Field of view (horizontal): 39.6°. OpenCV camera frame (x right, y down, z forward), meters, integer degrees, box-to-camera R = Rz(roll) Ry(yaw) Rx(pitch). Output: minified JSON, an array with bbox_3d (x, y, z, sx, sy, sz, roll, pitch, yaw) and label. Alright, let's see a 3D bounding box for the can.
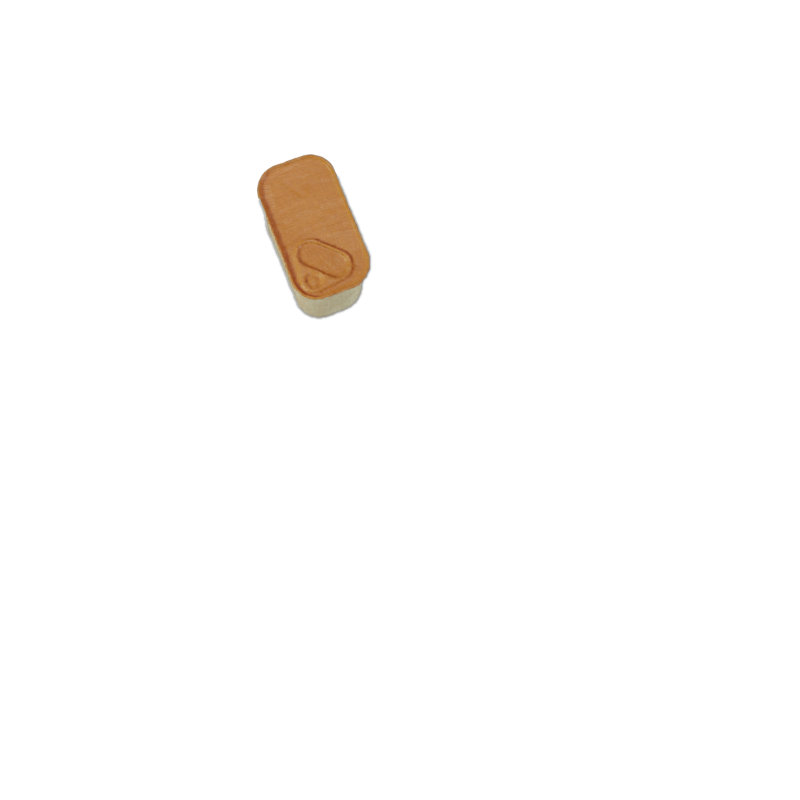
[{"bbox_3d":[-0.063,-0.115,0.805,0.057,0.106,0.081,-21,-11,-7],"label":"can"}]
